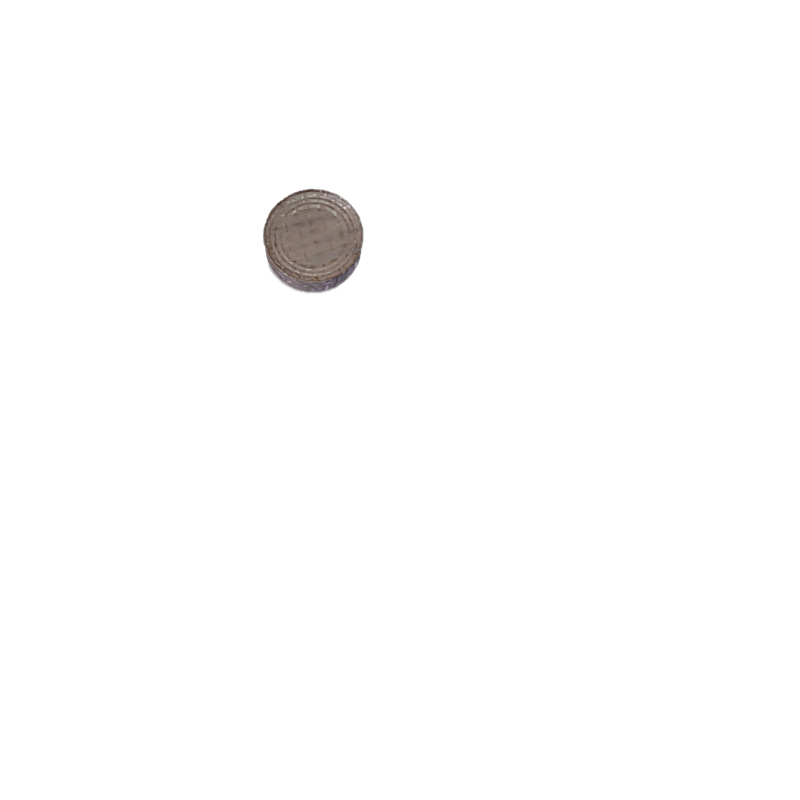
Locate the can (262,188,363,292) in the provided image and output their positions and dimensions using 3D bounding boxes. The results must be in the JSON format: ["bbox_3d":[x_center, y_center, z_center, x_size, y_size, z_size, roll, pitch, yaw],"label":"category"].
[{"bbox_3d":[-0.075,-0.137,0.958,0.086,0.090,0.032,-1,-20,-1],"label":"can"}]
